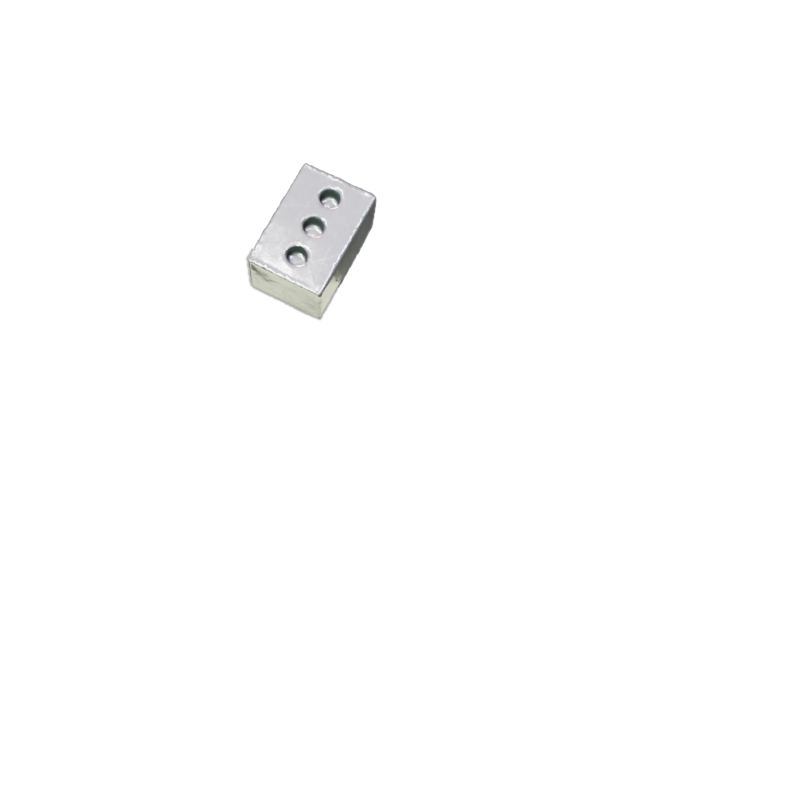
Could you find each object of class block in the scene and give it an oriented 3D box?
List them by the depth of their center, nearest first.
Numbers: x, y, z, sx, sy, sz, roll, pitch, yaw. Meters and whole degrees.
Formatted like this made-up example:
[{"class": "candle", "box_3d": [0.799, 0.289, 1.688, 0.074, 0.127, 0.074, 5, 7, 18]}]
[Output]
[{"class": "block", "box_3d": [-0.055, -0.101, 0.706, 0.054, 0.080, 0.049, 25, -18, 6]}]
